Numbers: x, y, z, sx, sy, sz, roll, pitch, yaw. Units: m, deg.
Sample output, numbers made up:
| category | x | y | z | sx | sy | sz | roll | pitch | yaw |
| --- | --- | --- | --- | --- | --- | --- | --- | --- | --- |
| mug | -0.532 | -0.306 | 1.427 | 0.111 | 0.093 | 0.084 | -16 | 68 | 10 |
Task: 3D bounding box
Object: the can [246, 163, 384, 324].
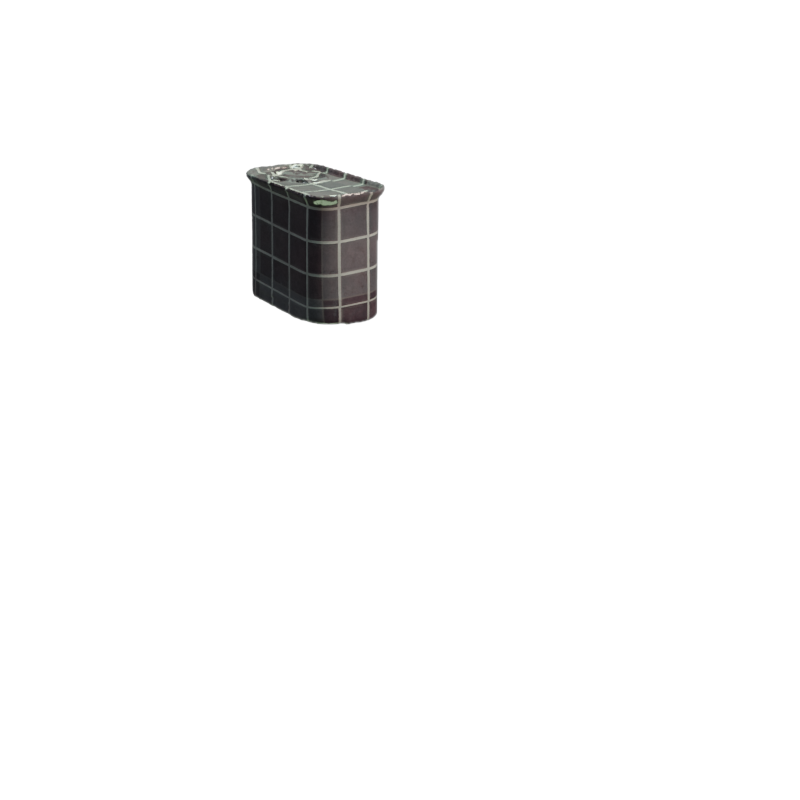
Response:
| category | x | y | z | sx | sy | sz | roll | pitch | yaw |
| --- | --- | --- | --- | --- | --- | --- | --- | --- | --- |
| can | -0.056 | -0.101 | 0.710 | 0.056 | 0.081 | 0.108 | -11 | 23 | -32 |
